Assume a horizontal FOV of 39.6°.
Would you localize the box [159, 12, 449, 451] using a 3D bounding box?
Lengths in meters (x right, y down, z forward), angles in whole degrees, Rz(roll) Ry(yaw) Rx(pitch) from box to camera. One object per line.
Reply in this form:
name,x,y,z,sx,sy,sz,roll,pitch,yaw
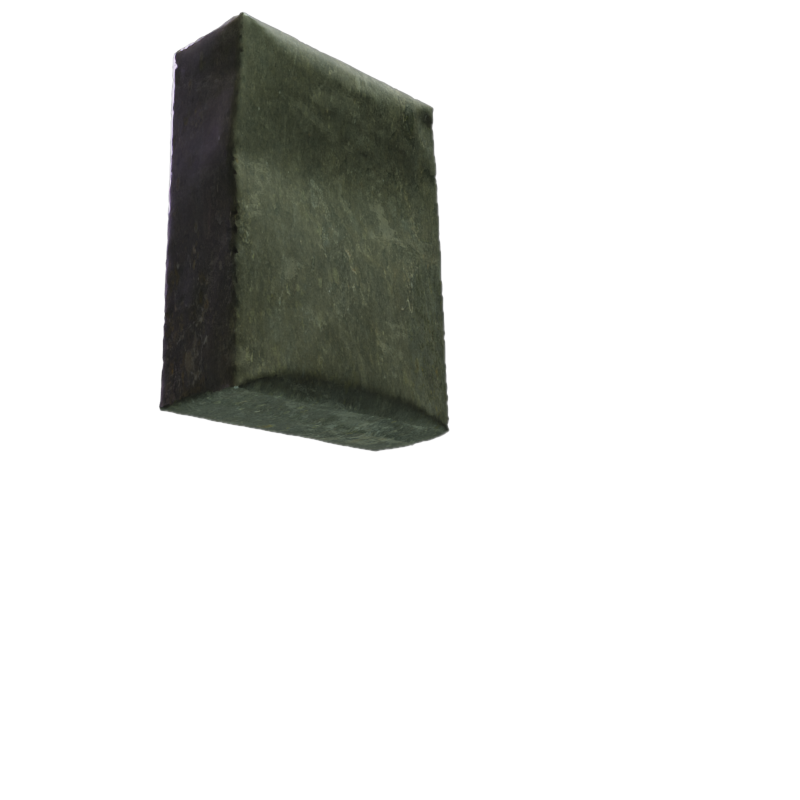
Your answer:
box,-0.049,-0.090,0.631,0.155,0.224,0.073,17,-27,-42
